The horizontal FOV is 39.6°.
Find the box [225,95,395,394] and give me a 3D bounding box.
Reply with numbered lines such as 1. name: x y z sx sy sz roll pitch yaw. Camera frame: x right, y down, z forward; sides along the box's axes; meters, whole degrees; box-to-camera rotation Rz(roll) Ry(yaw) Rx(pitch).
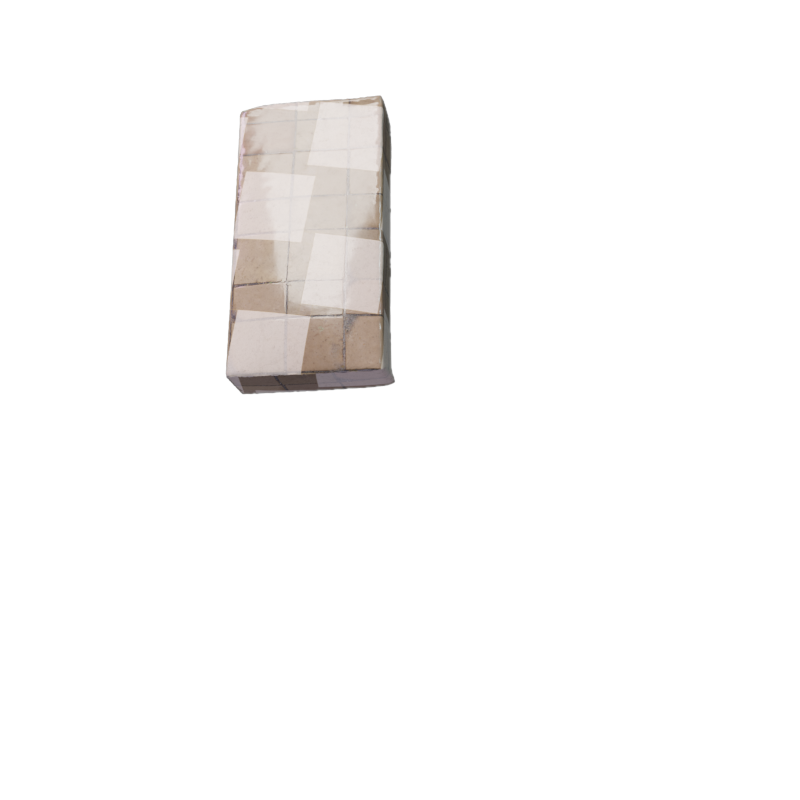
1. box: -0.052 -0.095 0.665 0.094 0.185 0.045 -5 -20 9
